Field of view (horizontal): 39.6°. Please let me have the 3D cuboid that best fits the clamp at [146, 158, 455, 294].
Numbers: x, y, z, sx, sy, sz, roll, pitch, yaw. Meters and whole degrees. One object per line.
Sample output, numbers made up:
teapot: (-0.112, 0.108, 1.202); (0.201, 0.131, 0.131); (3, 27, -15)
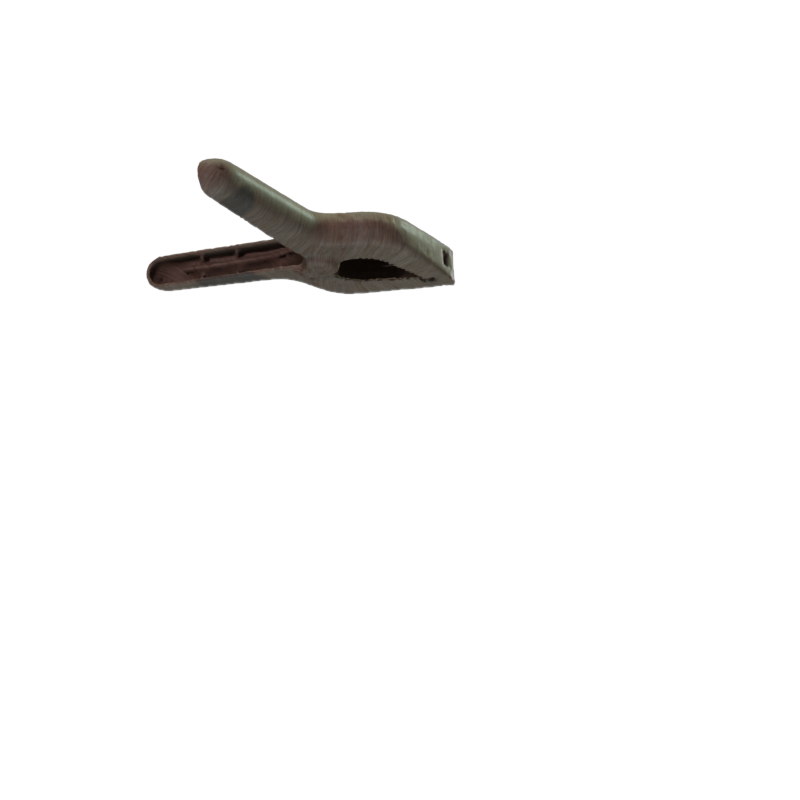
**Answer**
clamp: (-0.058, -0.106, 0.740); (0.206, 0.038, 0.159); (4, -19, -13)
